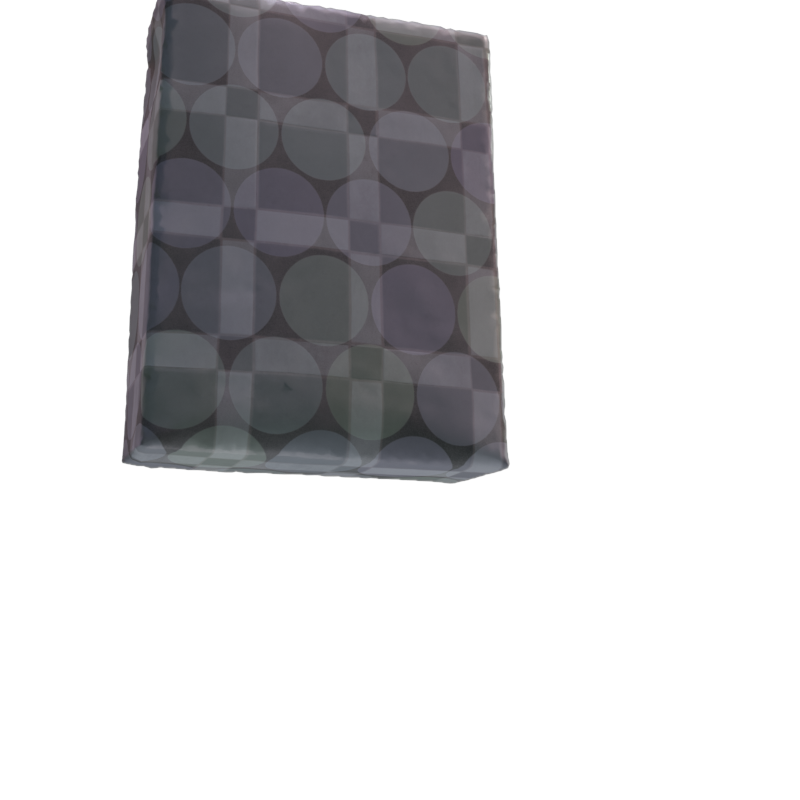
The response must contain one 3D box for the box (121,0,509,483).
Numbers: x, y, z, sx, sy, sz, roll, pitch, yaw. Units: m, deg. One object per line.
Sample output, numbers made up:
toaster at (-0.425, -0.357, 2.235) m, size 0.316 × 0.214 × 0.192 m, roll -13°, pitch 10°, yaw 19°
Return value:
box at (-0.041, -0.074, 0.518) m, size 0.160 × 0.223 × 0.071 m, roll 4°, pitch -19°, yaw -18°
